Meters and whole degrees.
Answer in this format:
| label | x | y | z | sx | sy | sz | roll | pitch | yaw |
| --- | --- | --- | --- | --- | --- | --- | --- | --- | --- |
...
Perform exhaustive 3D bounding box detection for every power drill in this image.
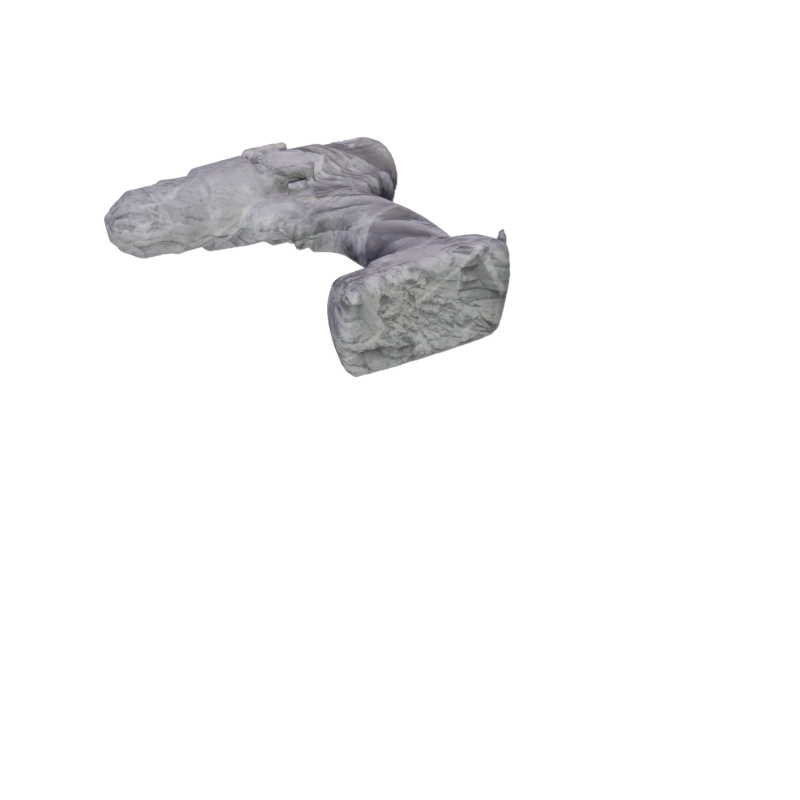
| label | x | y | z | sx | sy | sz | roll | pitch | yaw |
| --- | --- | --- | --- | --- | --- | --- | --- | --- | --- |
| power drill | -0.047 | -0.086 | 0.605 | 0.182 | 0.054 | 0.202 | -19 | 39 | -26 |
